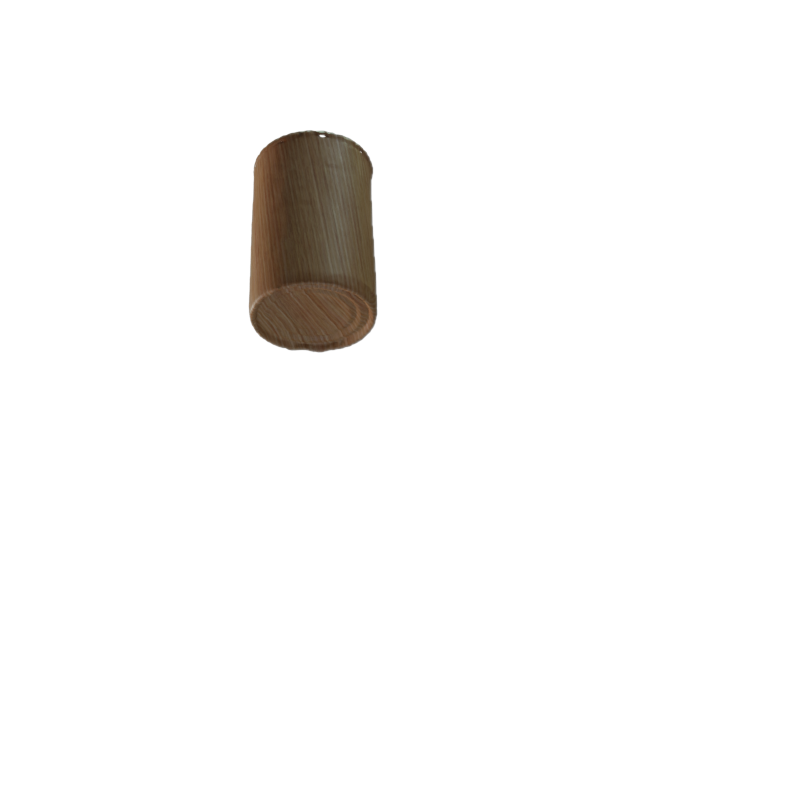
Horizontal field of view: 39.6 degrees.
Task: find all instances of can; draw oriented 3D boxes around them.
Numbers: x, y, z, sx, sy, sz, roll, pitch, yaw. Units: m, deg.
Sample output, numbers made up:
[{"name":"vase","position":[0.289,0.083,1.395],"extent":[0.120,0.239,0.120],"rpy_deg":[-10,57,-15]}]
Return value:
[{"name":"can","position":[-0.047,-0.085,0.599],"extent":[0.068,0.109,0.064],"rpy_deg":[-1,-34,-2]}]
